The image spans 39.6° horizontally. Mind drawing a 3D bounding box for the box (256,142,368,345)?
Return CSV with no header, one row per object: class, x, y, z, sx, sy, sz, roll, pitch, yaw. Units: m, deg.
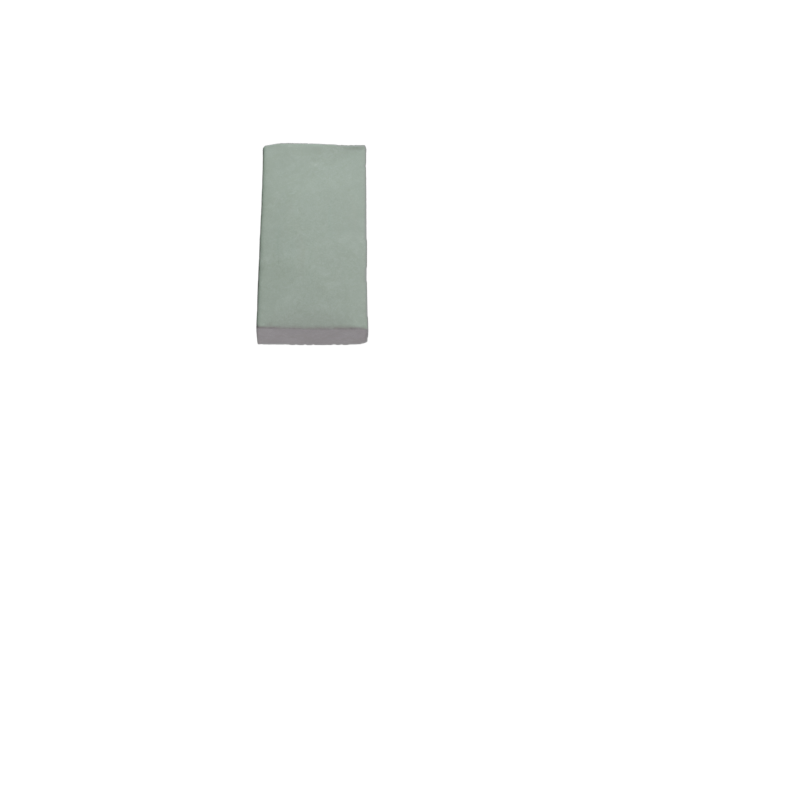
box,-0.074,-0.135,0.947,0.093,0.186,0.046,-1,-23,-2
